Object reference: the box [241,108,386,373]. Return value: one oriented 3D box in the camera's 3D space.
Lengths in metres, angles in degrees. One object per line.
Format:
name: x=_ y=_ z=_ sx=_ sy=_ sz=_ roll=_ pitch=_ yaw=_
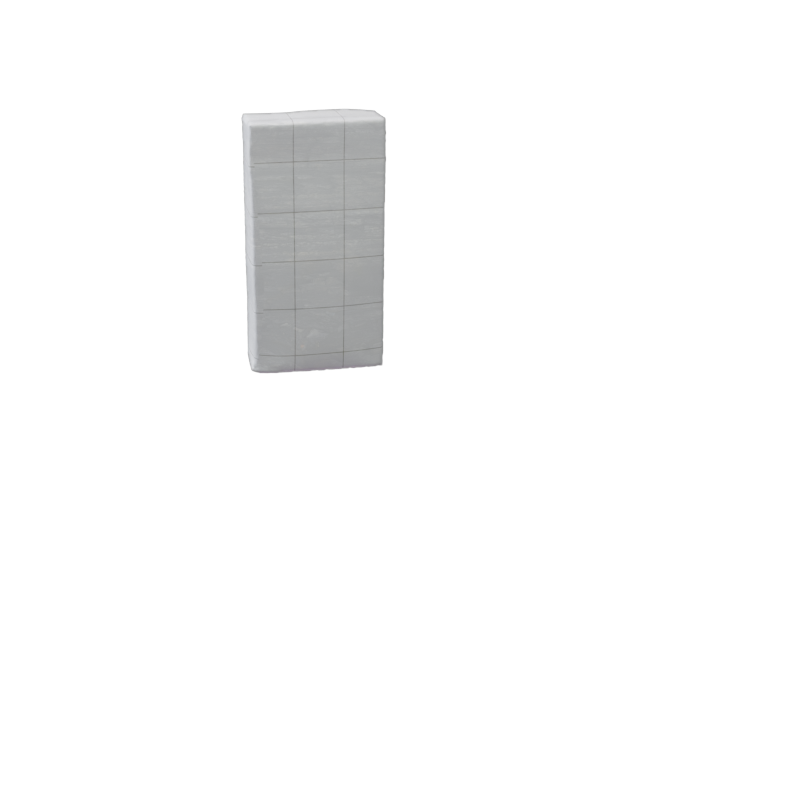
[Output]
box: x=-0.059 y=-0.108 z=0.755 sx=0.092 sy=0.170 sz=0.050 roll=-3 pitch=17 yaw=-12
